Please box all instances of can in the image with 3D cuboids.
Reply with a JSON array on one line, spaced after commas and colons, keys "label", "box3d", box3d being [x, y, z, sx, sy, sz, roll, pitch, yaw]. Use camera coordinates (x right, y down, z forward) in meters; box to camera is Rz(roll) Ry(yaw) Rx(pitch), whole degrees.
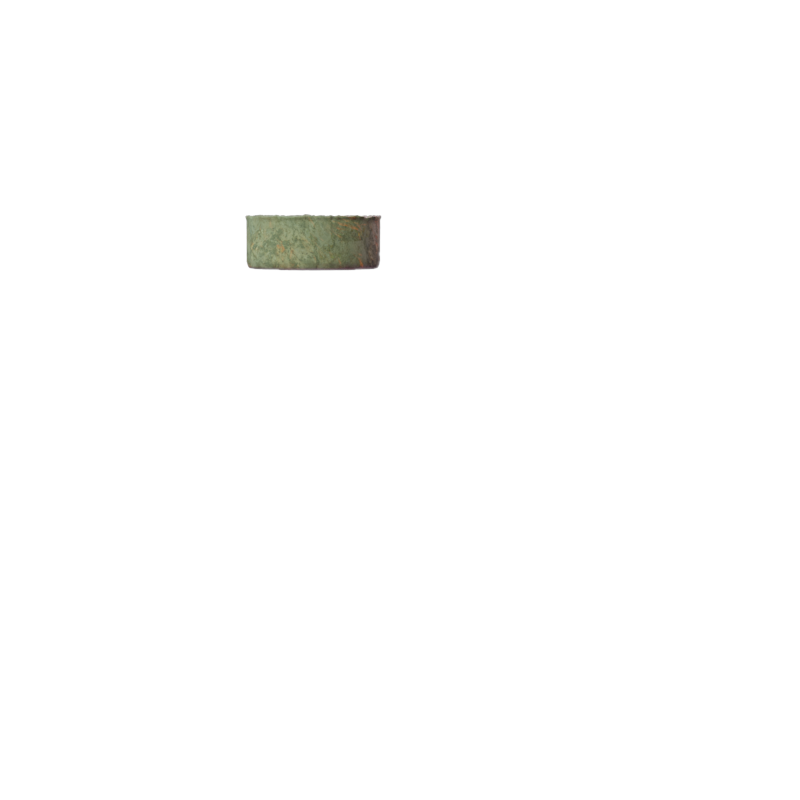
[{"label": "can", "box3d": [-0.055, -0.100, 0.700, 0.086, 0.033, 0.087, 0, 8, -2]}]
